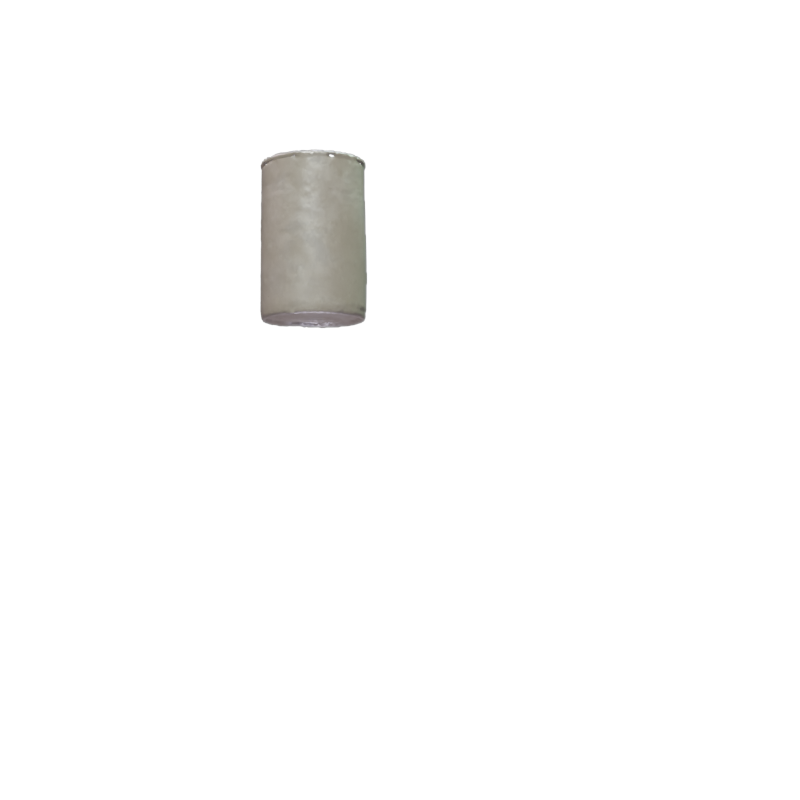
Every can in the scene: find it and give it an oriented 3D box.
[{"bbox_3d":[-0.055,-0.101,0.705,0.068,0.105,0.067,0,-10,-2],"label":"can"}]
